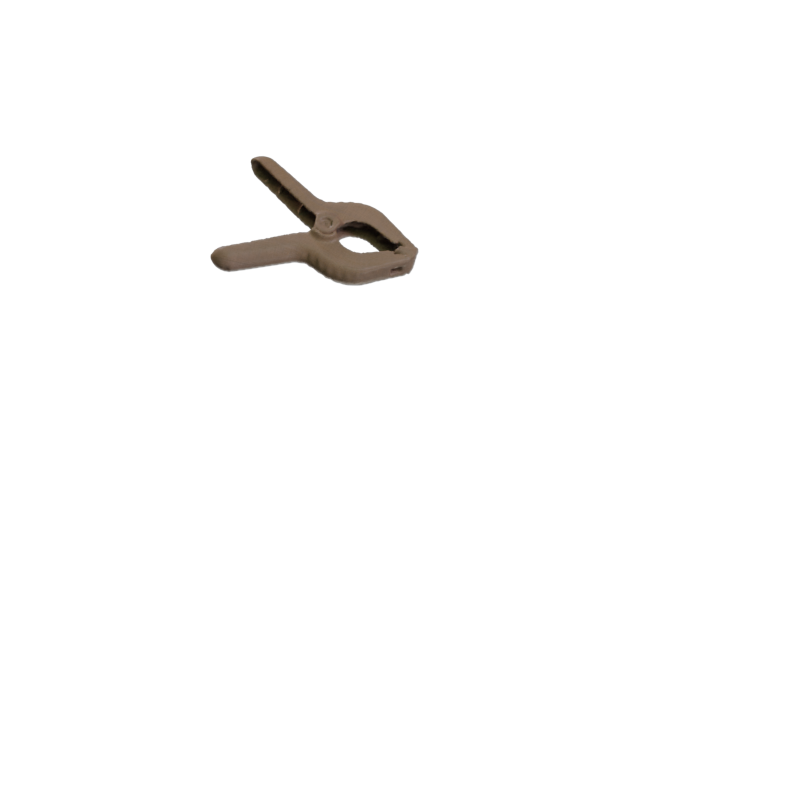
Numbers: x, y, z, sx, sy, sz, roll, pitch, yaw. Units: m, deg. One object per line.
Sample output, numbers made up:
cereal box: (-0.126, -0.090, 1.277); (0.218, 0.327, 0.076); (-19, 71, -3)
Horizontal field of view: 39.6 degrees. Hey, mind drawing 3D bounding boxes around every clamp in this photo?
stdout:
clamp: (-0.074, -0.135, 0.947); (0.176, 0.124, 0.037); (23, -25, 11)
